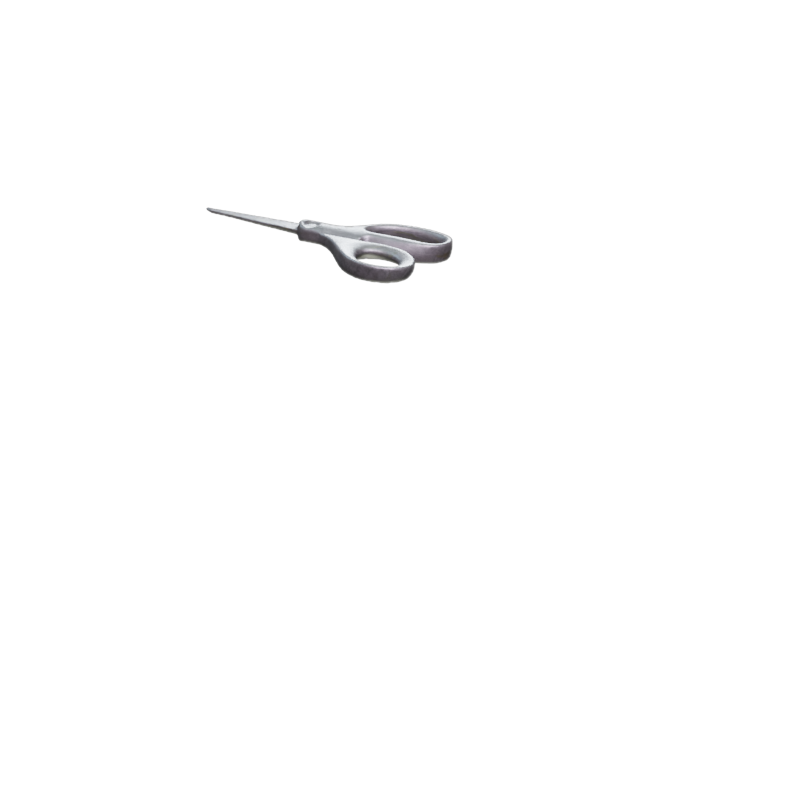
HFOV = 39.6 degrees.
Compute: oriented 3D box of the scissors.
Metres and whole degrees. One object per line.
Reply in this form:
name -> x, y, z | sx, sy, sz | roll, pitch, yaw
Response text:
scissors -> -0.064, -0.117, 0.819 | 0.206, 0.015, 0.099 | 7, 29, 13
